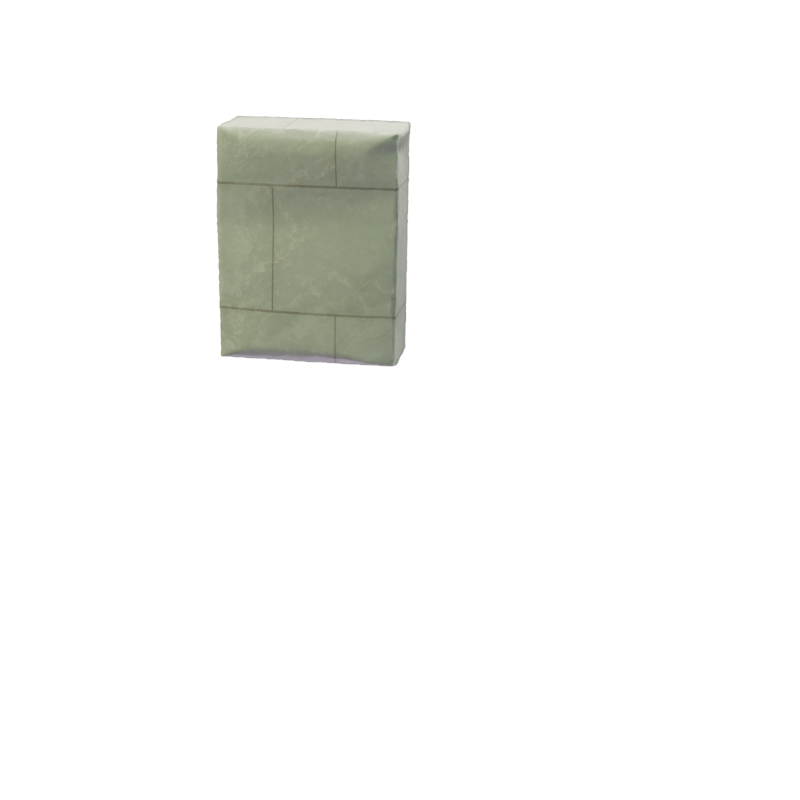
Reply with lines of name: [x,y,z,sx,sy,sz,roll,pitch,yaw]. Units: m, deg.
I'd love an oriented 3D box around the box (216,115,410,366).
box: [-0.078,-0.142,0.992,0.167,0.206,0.073,4,16,11]
